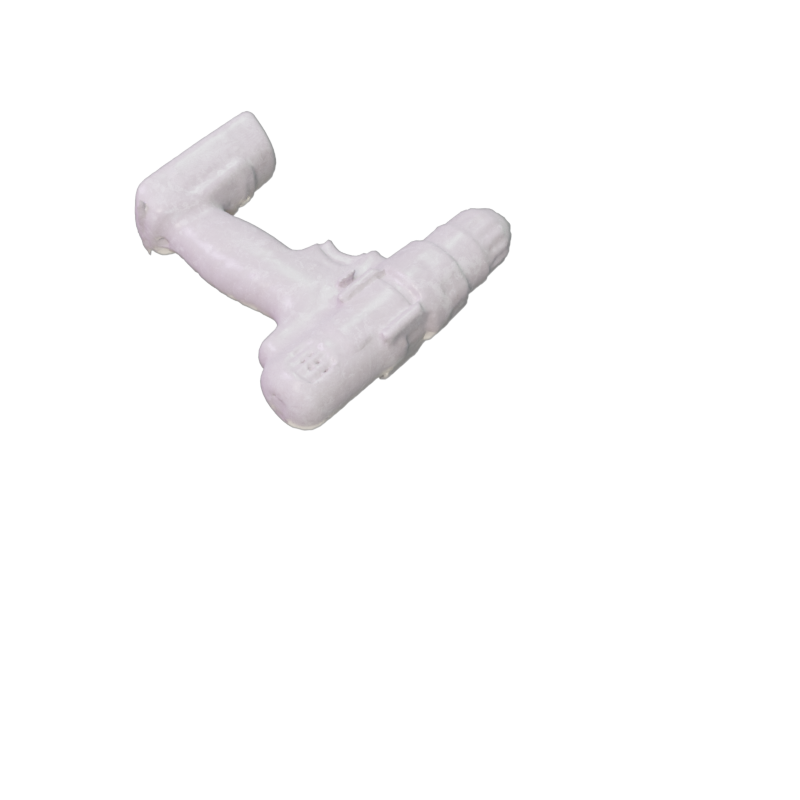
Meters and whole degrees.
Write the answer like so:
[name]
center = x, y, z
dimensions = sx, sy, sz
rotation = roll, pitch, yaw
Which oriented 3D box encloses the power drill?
[power drill]
center = -0.052, -0.095, 0.662
dimensions = 0.199, 0.054, 0.186
rotation = 38, 62, 24
